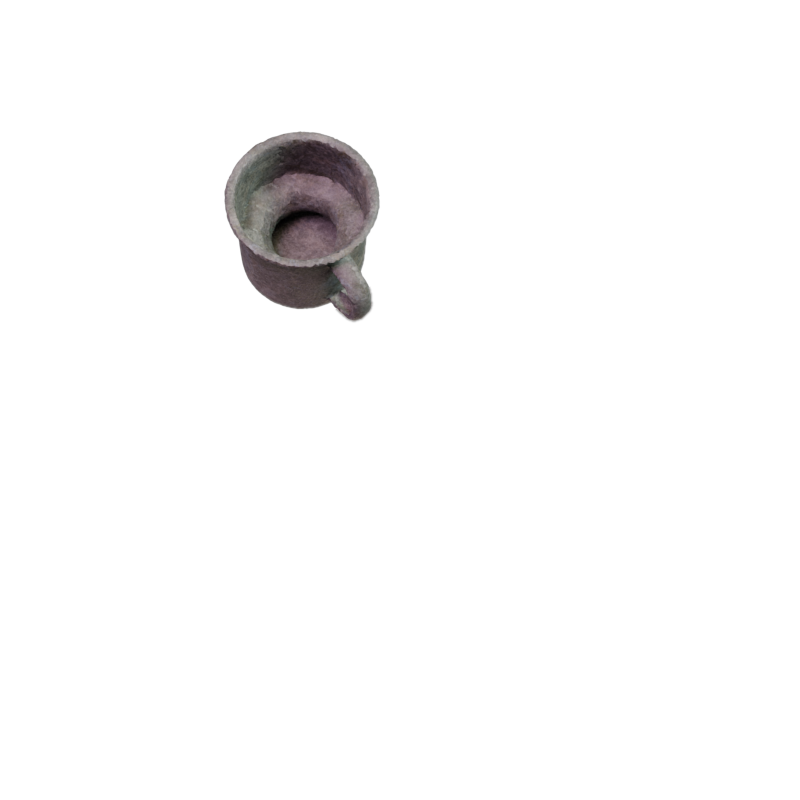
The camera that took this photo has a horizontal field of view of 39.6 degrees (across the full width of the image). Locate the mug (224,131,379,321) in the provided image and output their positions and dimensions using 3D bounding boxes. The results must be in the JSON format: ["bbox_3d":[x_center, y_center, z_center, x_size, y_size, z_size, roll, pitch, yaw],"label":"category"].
[{"bbox_3d":[-0.054,-0.099,0.694,0.093,0.123,0.077,-33,-19,-15],"label":"mug"}]
